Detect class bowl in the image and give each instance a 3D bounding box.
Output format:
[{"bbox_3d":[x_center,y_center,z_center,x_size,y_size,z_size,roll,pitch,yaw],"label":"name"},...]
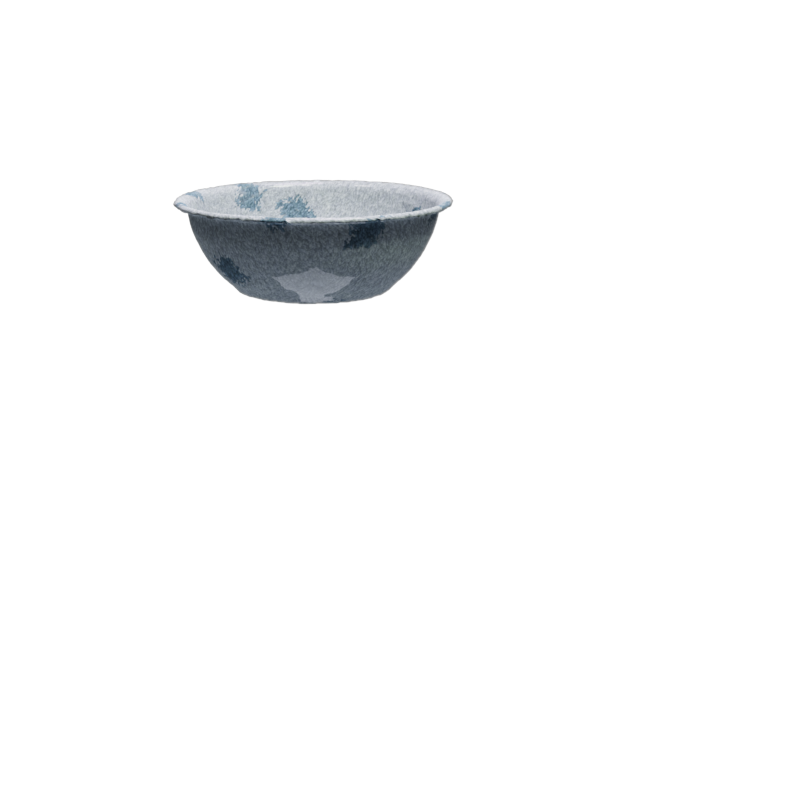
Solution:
[{"bbox_3d":[-0.051,-0.093,0.651,0.162,0.053,0.168,-1,17,-2],"label":"bowl"}]
